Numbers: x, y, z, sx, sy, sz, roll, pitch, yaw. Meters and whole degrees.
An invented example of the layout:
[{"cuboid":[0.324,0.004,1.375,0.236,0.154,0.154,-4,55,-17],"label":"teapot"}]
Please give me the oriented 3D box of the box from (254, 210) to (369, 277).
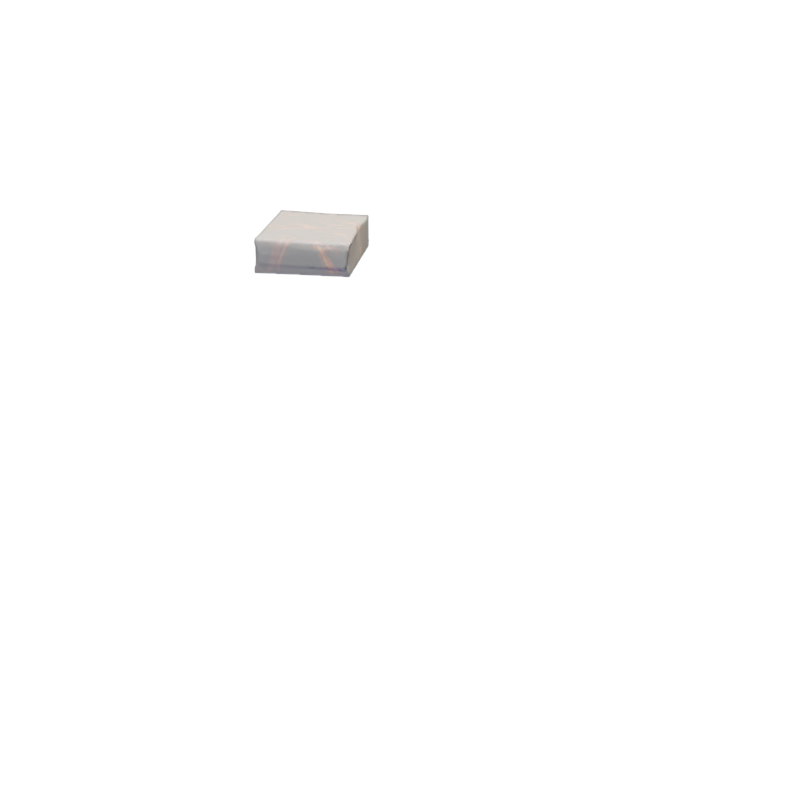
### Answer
[{"cuboid":[-0.067,-0.122,0.853,0.074,0.029,0.092,4,22,9],"label":"box"}]
